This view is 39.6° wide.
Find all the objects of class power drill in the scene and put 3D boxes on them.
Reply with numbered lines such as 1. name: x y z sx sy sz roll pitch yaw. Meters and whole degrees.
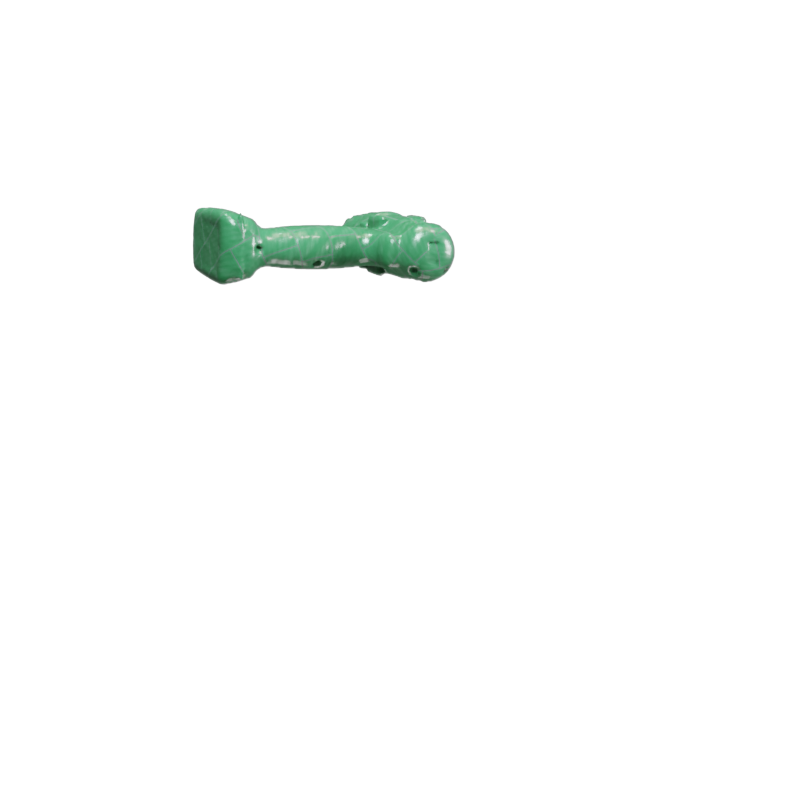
1. power drill: -0.071 -0.130 0.907 0.183 0.056 0.192 -4 11 -20
